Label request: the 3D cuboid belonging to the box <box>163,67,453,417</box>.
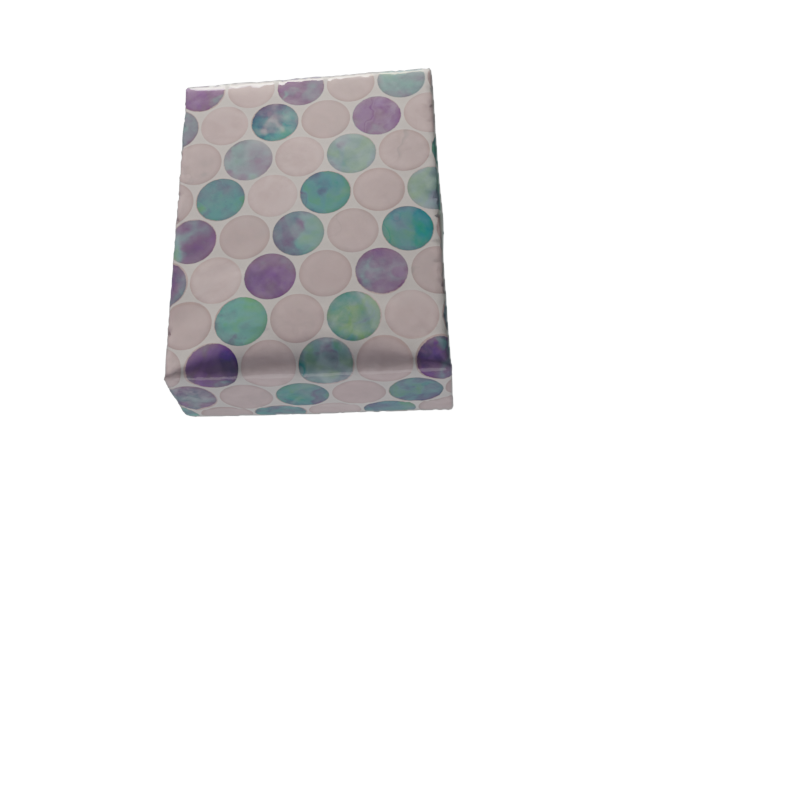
[{"bbox_3d":[-0.054,-0.099,0.695,0.165,0.227,0.067,-4,-29,4],"label":"box"}]
